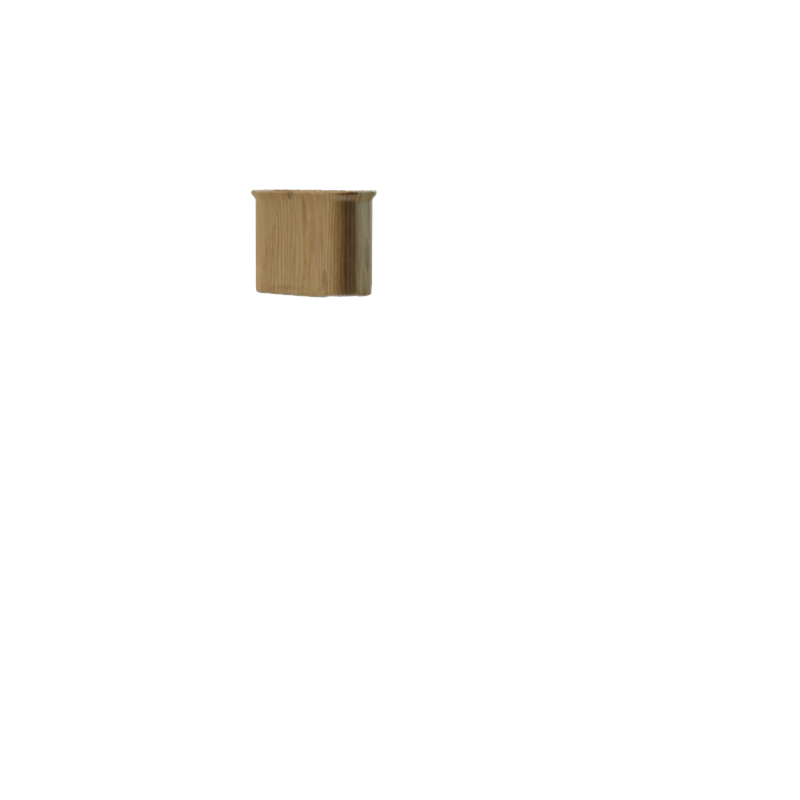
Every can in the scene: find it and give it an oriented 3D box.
[{"bbox_3d":[-0.070,-0.128,0.897,0.106,0.083,0.056,6,9,32],"label":"can"}]
